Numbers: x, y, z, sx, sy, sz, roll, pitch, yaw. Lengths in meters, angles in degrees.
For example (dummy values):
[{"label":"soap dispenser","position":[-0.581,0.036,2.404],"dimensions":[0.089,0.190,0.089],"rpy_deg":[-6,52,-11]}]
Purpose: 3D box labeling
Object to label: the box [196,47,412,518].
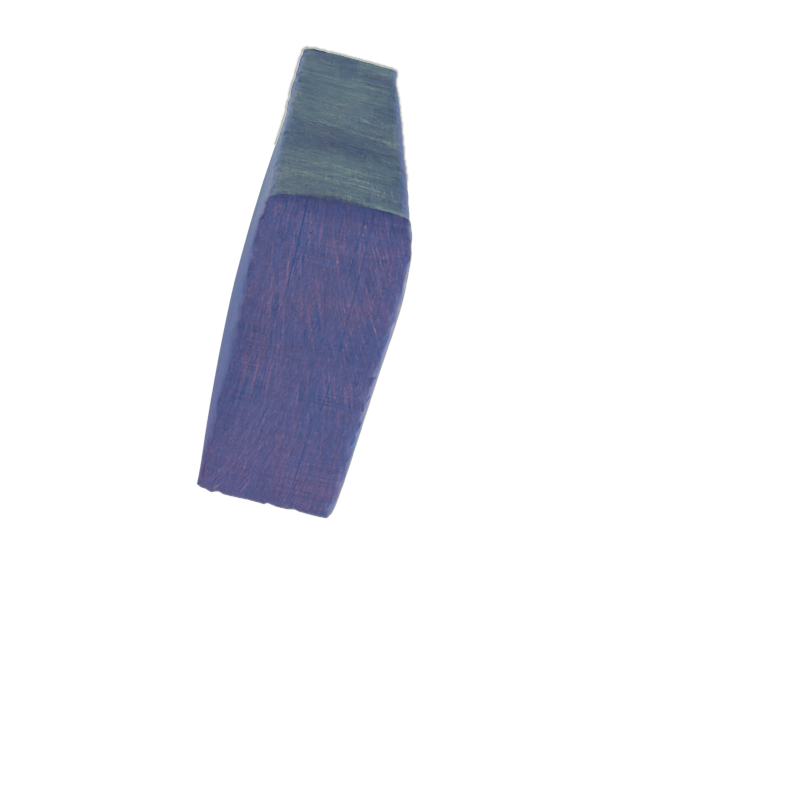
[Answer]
[{"label":"box","position":[-0.030,-0.053,0.374],"dimensions":[0.047,0.089,0.186],"rpy_deg":[13,26,-11]}]
